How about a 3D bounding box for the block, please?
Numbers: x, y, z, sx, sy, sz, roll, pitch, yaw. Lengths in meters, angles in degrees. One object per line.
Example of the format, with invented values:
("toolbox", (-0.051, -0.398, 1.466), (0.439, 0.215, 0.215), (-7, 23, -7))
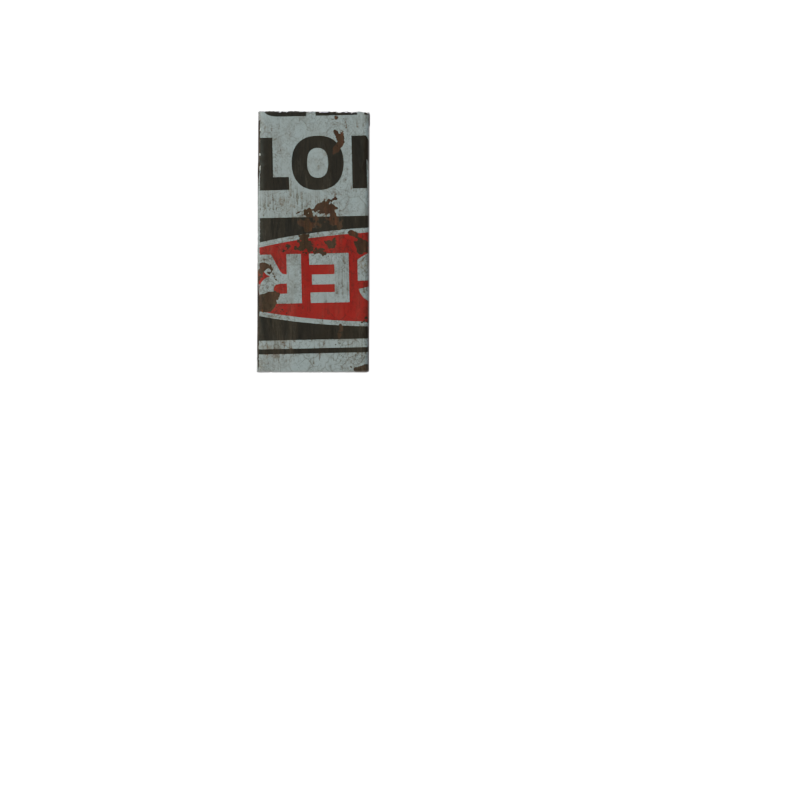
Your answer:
("block", (-0.071, -0.131, 0.915), (0.090, 0.206, 0.091), (0, 1, -3))
